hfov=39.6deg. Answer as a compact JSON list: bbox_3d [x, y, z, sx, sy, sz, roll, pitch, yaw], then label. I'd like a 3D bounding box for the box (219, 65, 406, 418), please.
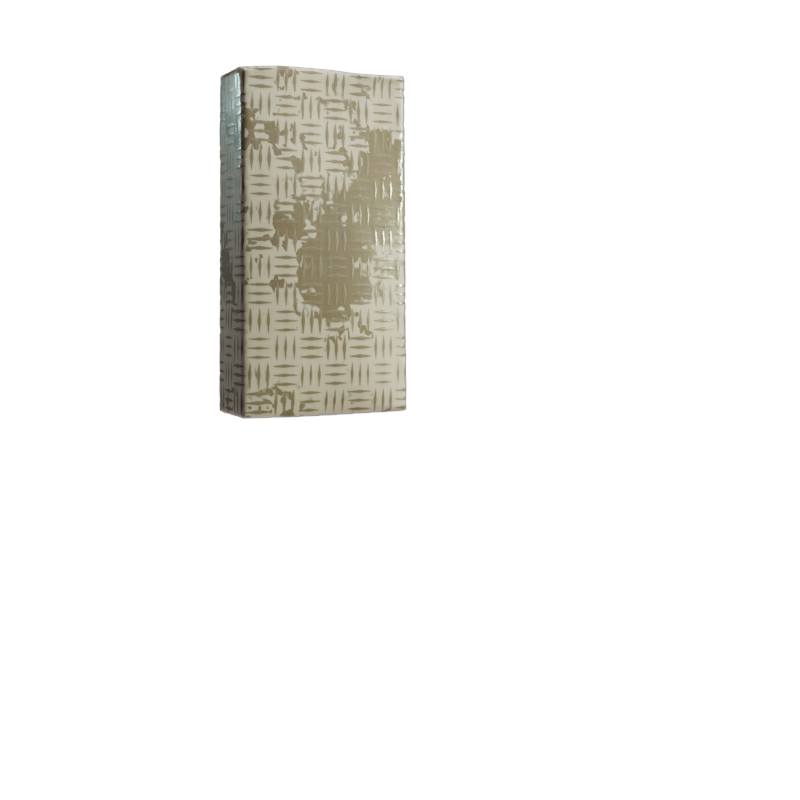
[{"bbox_3d":[-0.045,-0.082,0.576,0.091,0.176,0.049,-1,1,-23],"label":"box"}]
